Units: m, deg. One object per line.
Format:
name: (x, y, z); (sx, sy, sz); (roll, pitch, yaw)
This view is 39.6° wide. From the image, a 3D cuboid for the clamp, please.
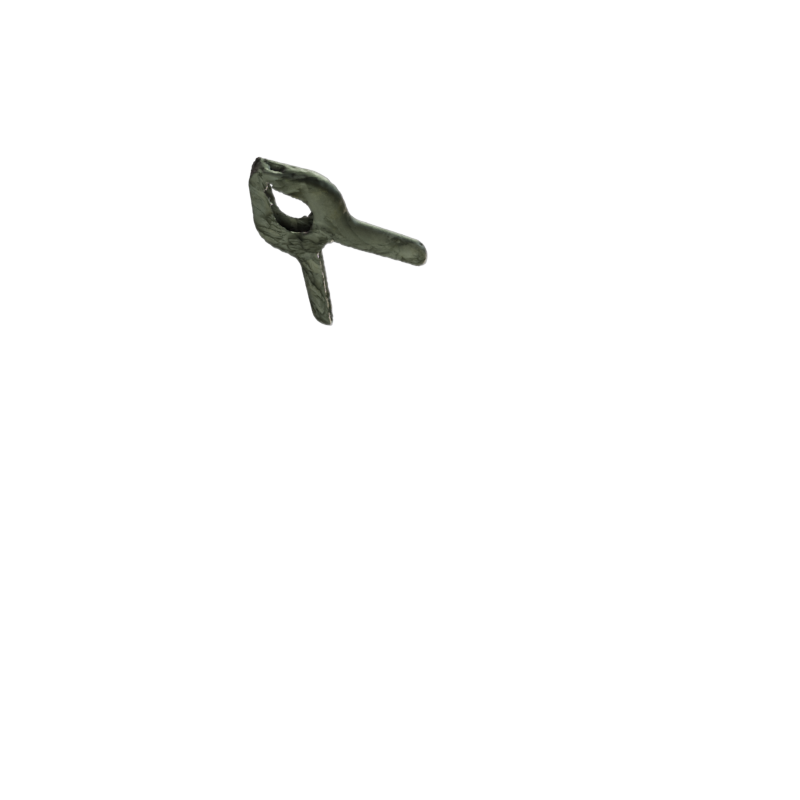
clamp: (-0.075, -0.136, 0.956); (0.164, 0.118, 0.042); (37, 23, -19)
